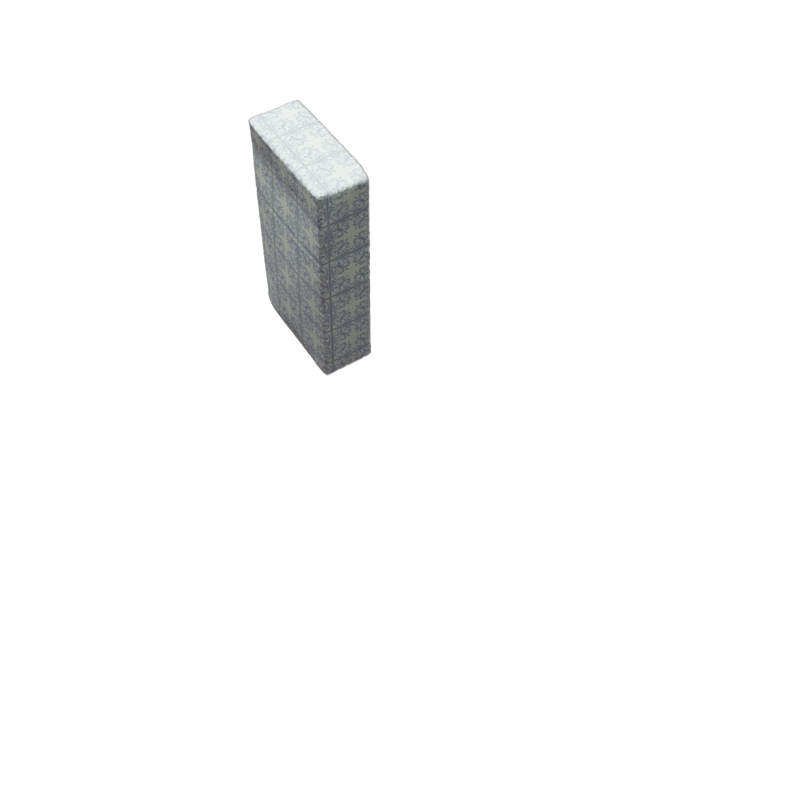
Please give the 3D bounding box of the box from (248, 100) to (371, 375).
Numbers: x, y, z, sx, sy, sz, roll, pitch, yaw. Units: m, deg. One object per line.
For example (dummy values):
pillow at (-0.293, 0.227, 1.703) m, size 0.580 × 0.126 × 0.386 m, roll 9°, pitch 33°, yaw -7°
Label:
box at (-0.059, -0.109, 0.763) m, size 0.048 × 0.101 × 0.164 m, roll -23°, pitch -36°, yaw -22°
